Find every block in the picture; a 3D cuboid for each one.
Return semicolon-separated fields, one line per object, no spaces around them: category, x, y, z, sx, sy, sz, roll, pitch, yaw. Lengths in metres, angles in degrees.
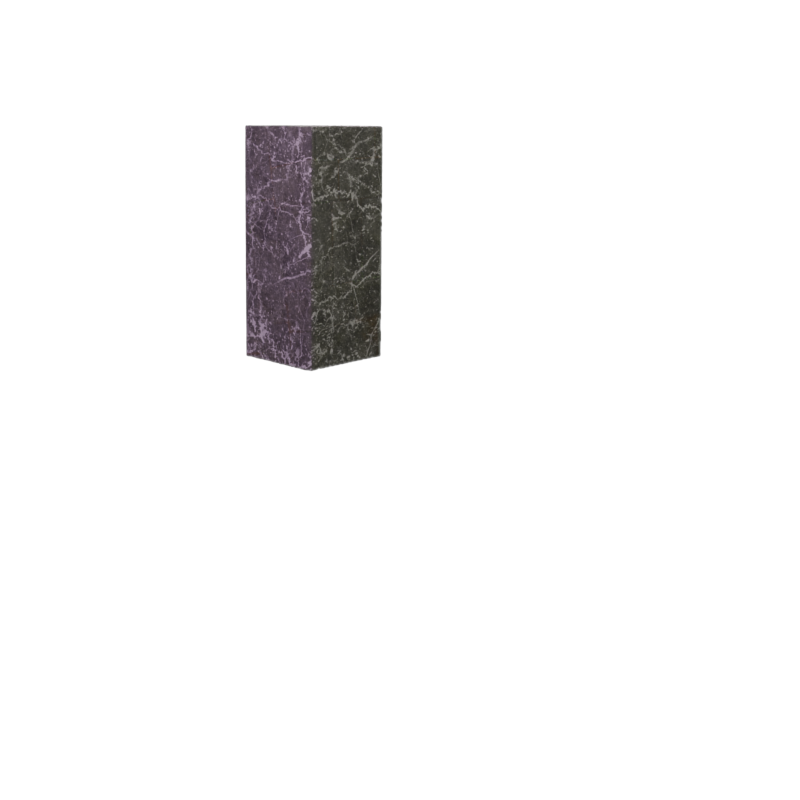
block;-0.077;-0.141;0.986;0.095;0.203;0.088;8;11;43
